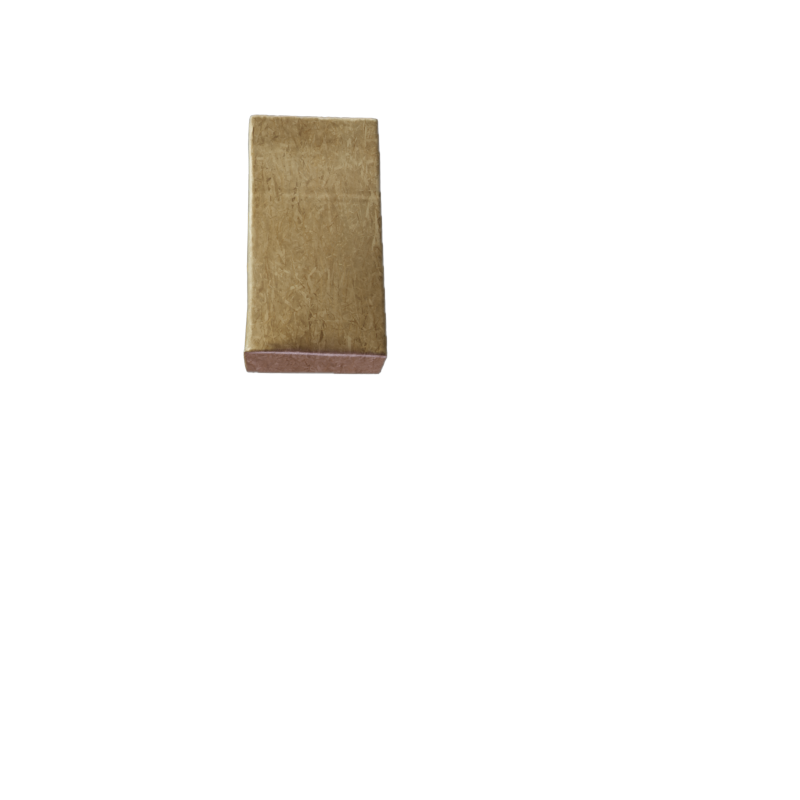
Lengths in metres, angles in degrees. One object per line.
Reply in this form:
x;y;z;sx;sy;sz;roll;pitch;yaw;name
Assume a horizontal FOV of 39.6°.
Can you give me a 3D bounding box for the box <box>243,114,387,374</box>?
-0.059;-0.108;0.755;0.093;0.186;0.046;1;-24;-5;box
